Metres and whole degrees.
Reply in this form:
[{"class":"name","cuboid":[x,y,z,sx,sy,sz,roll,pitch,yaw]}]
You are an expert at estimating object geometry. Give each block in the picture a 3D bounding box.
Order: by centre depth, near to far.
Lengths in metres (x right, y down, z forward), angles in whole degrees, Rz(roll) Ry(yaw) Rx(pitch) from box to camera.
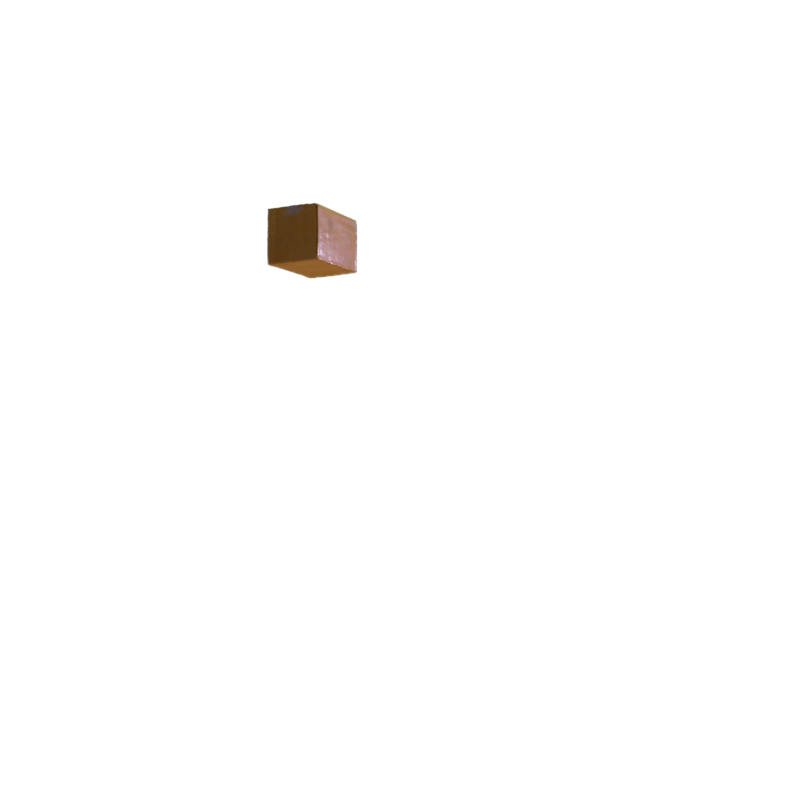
[{"class":"block","cuboid":[-0.078,-0.142,0.998,0.054,0.053,0.074,-4,-8,26]}]
